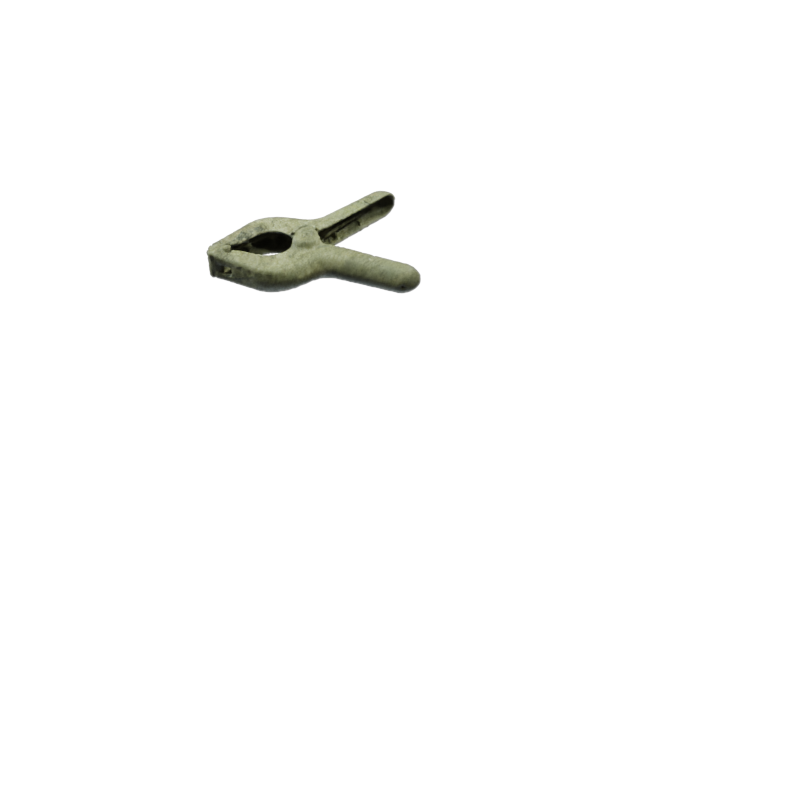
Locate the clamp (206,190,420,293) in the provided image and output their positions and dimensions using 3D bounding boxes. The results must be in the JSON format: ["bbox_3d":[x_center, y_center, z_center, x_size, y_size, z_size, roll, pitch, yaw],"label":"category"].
[{"bbox_3d":[-0.072,-0.131,0.918,0.171,0.037,0.128,0,38,0],"label":"clamp"}]
